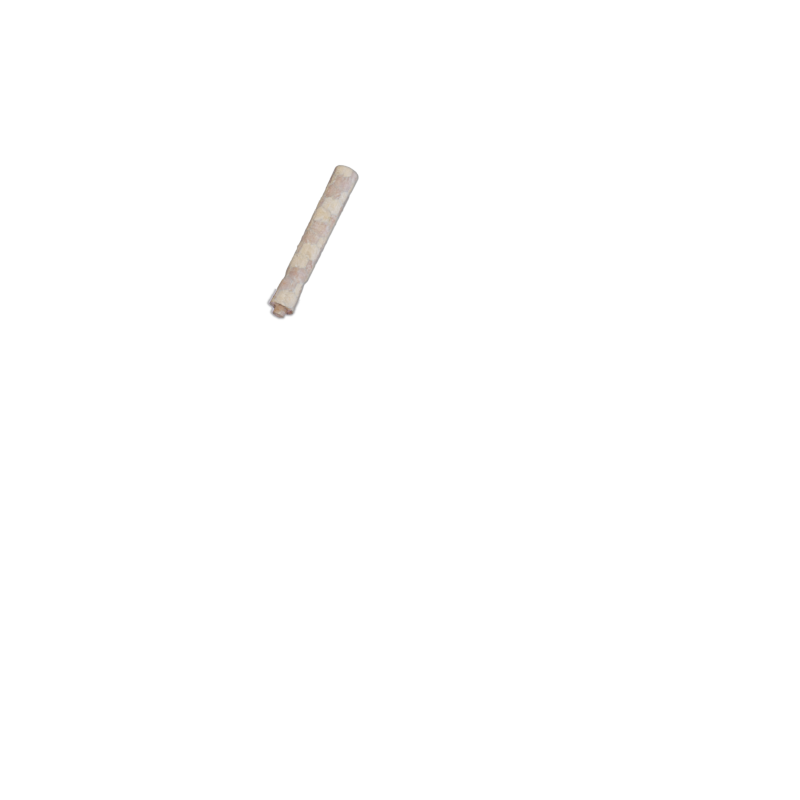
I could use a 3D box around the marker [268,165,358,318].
[{"bbox_3d":[-0.061,-0.111,0.780,0.020,0.125,0.019,21,-21,5],"label":"marker"}]
